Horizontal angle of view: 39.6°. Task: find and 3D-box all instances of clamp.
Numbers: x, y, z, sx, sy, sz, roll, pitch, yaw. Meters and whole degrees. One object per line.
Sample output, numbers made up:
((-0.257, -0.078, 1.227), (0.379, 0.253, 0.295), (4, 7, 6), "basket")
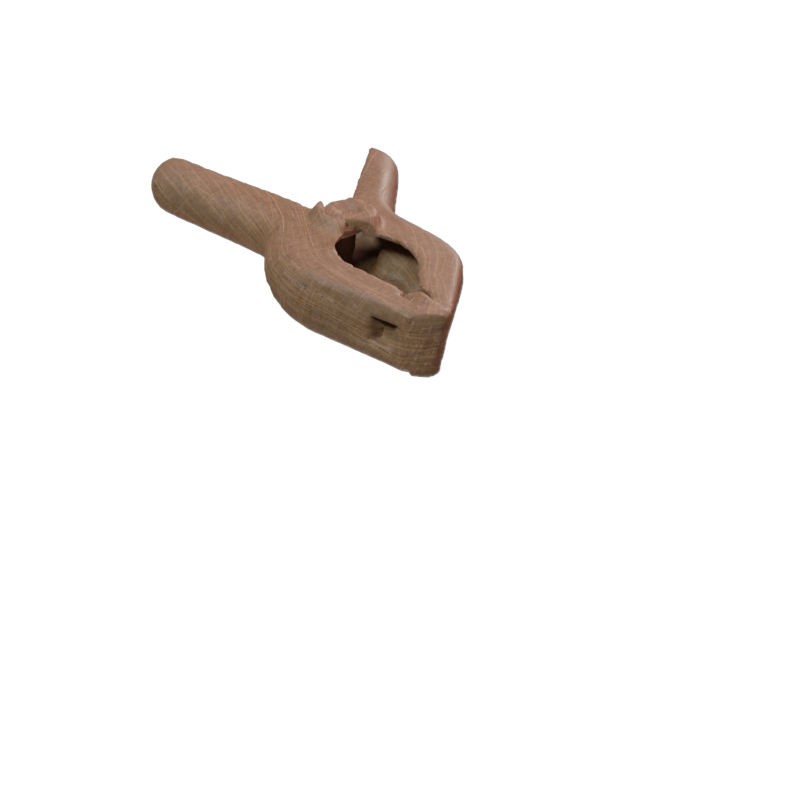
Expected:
((-0.036, -0.066, 0.463), (0.118, 0.037, 0.184), (-9, 32, -14), "clamp")
